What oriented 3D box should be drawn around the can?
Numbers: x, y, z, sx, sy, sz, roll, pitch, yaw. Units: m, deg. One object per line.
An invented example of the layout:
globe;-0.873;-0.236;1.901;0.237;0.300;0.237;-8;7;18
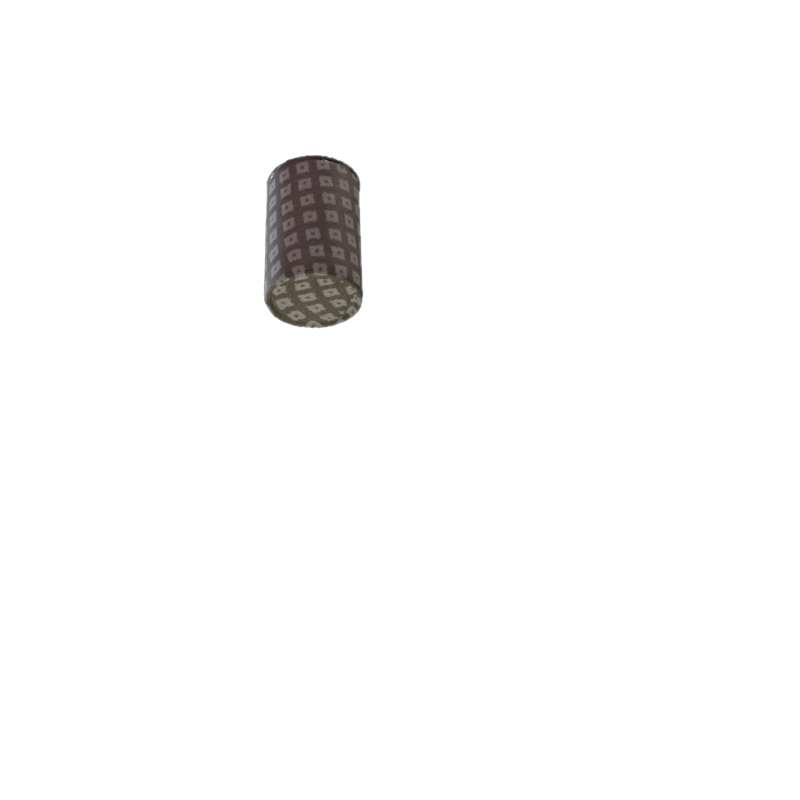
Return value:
can;-0.060;-0.110;0.769;0.068;0.109;0.064;-1;-34;-2
